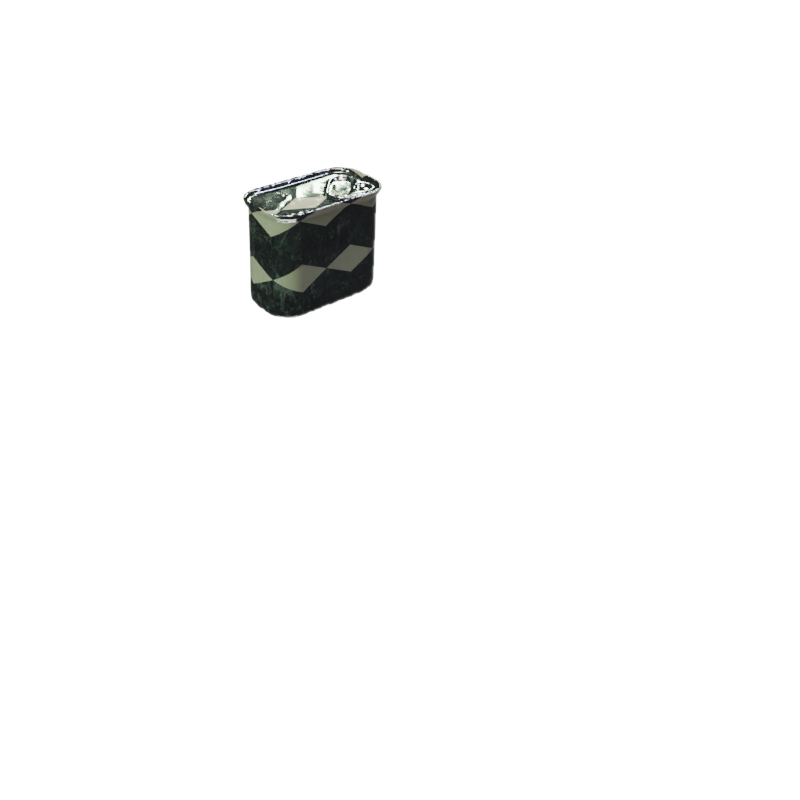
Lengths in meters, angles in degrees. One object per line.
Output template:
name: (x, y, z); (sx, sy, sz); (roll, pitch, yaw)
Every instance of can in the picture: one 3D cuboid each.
can: (-0.064, -0.118, 0.823); (0.101, 0.079, 0.061); (-23, 37, -35)
